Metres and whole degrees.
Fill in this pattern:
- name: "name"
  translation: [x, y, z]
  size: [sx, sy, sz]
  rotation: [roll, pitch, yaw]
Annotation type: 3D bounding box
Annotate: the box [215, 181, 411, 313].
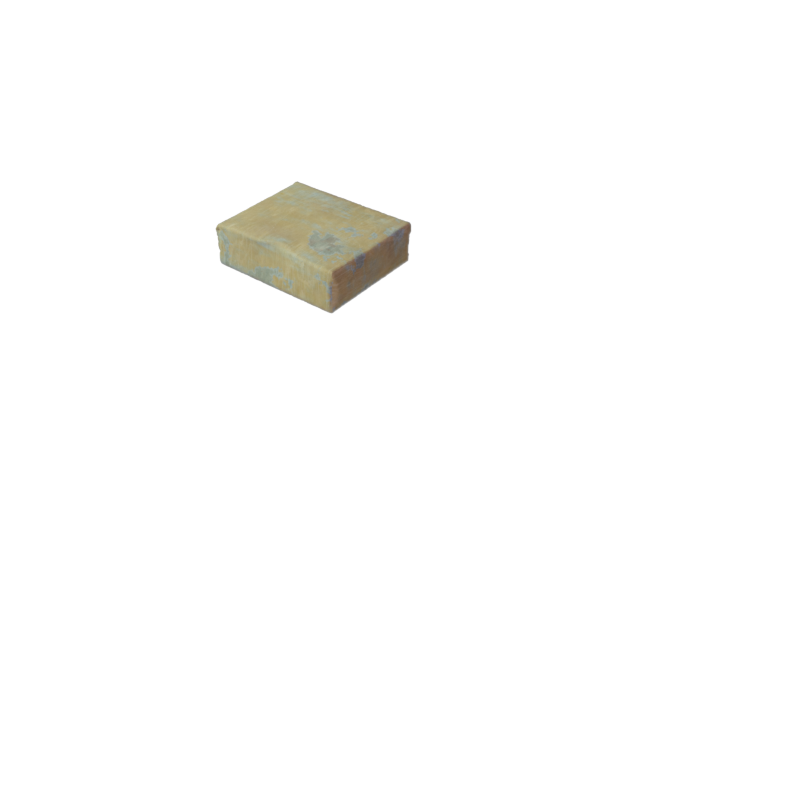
- name: "box"
  translation: [-0.051, -0.092, 0.646]
  size: [0.095, 0.028, 0.074]
  rotation: [25, 42, 30]
